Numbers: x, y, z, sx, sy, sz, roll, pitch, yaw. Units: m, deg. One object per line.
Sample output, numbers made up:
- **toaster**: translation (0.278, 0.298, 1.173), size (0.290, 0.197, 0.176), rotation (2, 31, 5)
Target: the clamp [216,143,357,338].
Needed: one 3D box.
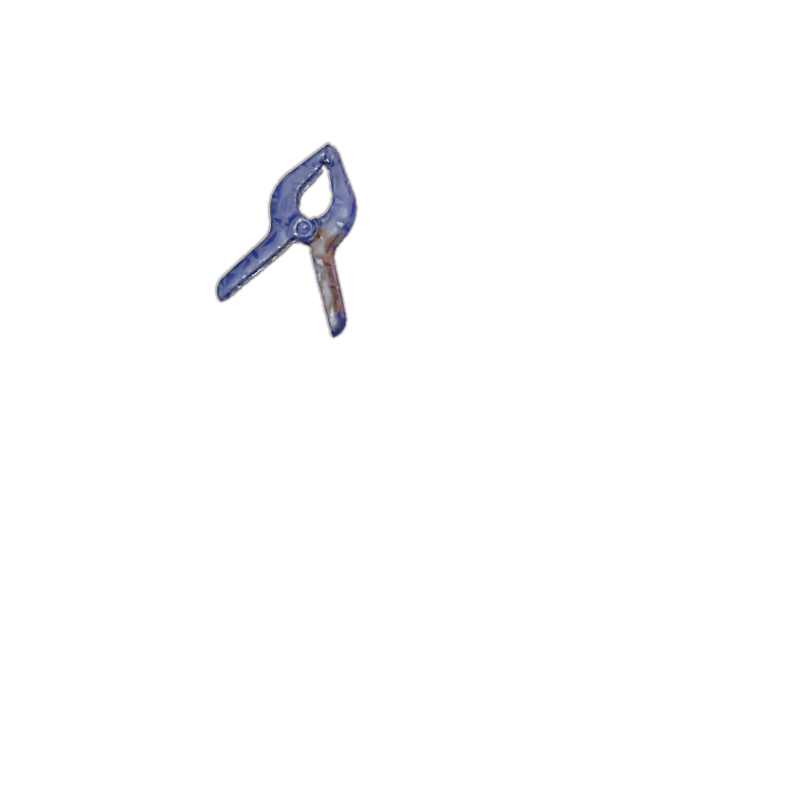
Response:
- **clamp**: translation (-0.078, -0.143, 1.000), size (0.121, 0.173, 0.039), rotation (26, -5, 2)
